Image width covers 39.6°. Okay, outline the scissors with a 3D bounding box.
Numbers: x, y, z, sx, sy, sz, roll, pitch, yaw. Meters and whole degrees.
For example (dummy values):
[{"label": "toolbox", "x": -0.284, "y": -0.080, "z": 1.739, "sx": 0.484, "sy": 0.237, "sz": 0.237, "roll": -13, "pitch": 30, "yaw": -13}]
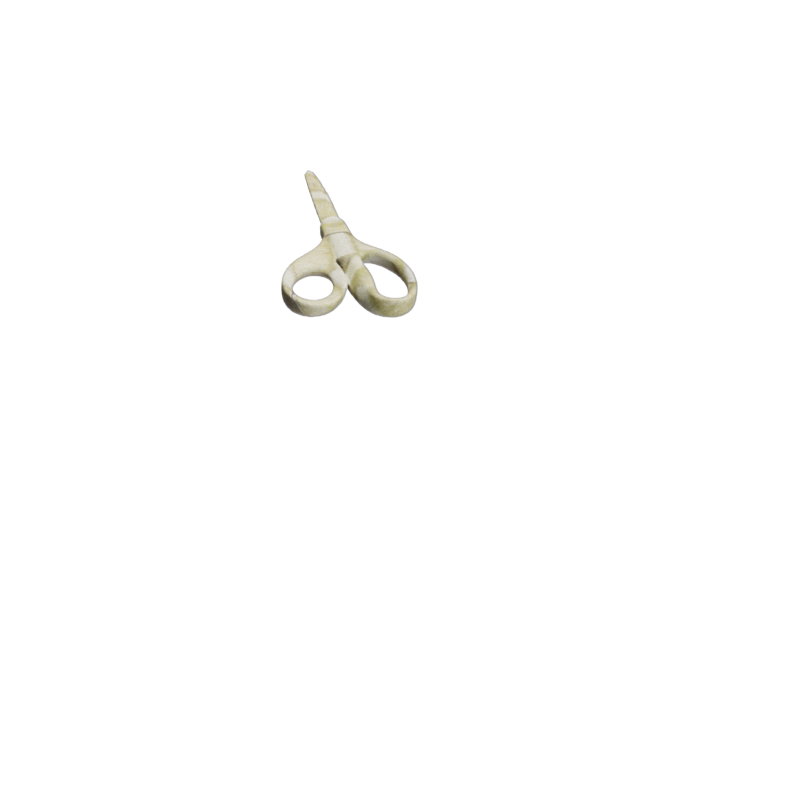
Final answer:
[{"label": "scissors", "x": -0.060, "y": -0.110, "z": 0.771, "sx": 0.095, "sy": 0.015, "sz": 0.218, "roll": -17, "pitch": 39, "yaw": -22}]
